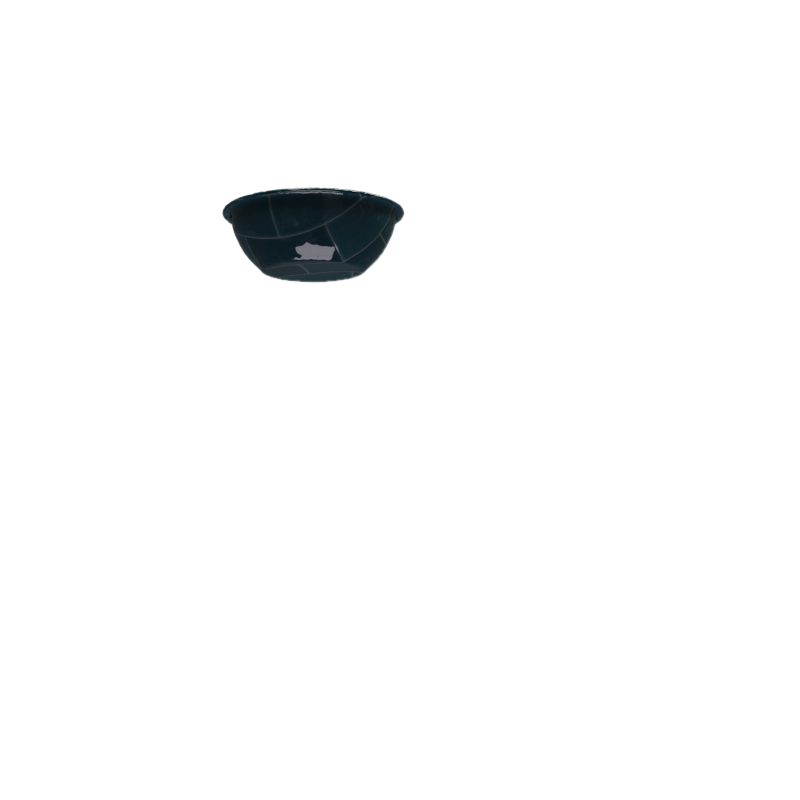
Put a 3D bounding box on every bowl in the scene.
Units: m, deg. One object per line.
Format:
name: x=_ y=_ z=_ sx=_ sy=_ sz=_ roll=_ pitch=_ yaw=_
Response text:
bowl: x=-0.077 y=-0.140 z=0.979 sx=0.162 sy=0.057 sz=0.158 roll=0 pitch=-7 yaw=-2
